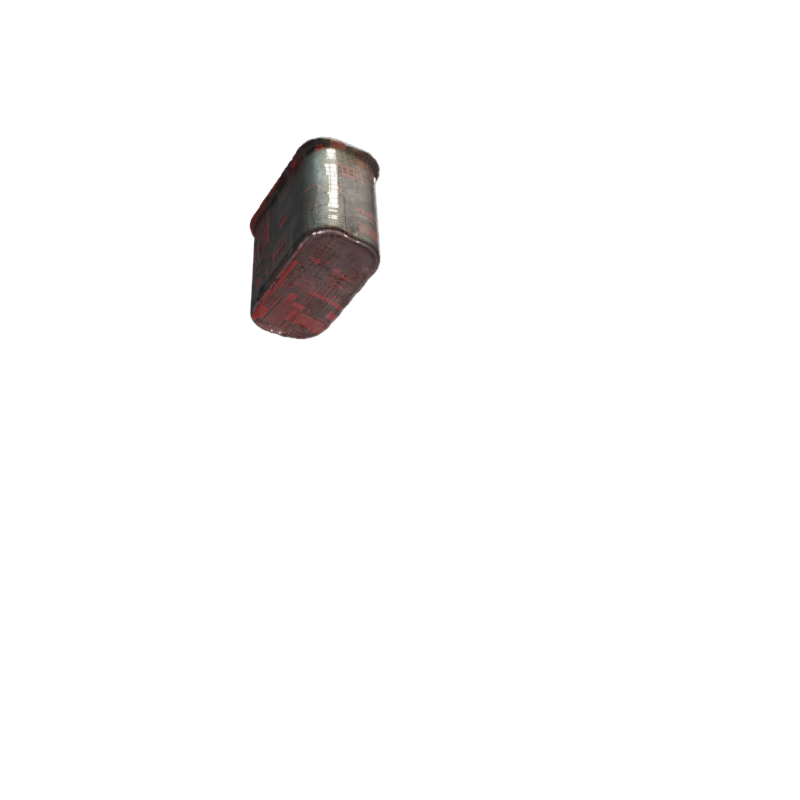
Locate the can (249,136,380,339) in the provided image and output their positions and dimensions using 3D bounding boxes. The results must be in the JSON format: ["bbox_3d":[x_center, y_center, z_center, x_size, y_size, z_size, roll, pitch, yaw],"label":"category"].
[{"bbox_3d":[-0.054,-0.099,0.696,0.055,0.090,0.099,21,-48,-24],"label":"can"}]
